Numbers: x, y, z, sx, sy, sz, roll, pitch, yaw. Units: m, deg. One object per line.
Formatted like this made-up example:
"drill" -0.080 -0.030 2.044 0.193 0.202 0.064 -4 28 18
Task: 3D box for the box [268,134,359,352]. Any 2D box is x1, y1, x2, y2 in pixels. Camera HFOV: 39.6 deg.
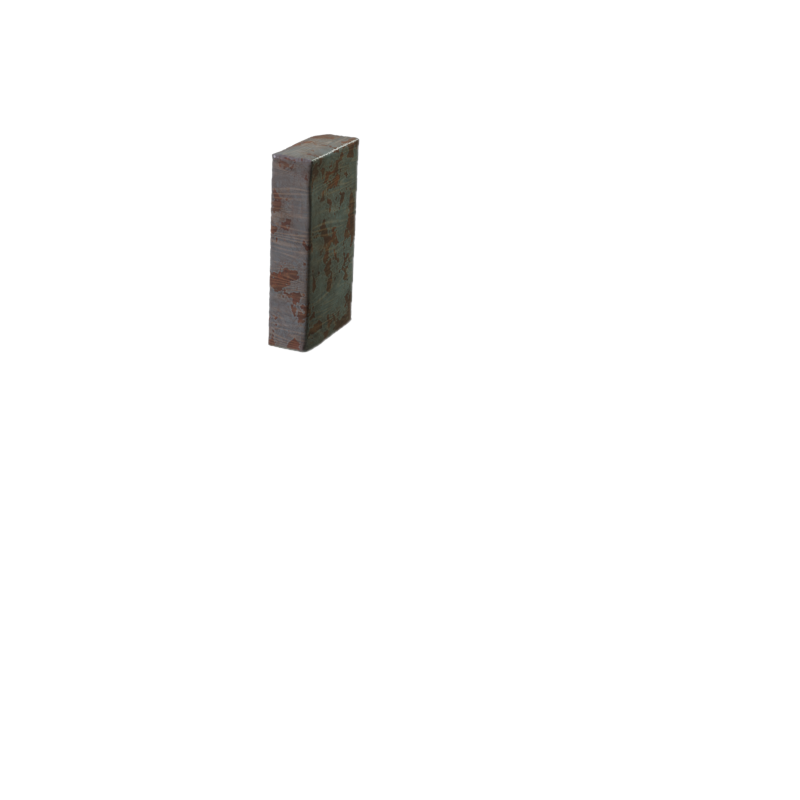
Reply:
"box" -0.077 -0.139 0.975 0.050 0.169 0.094 10 22 23
